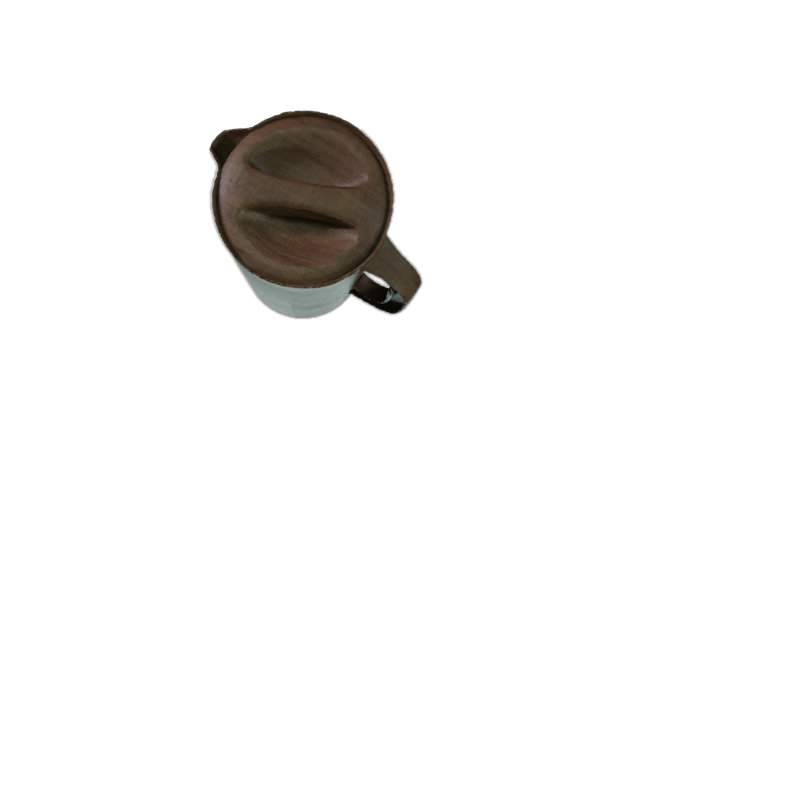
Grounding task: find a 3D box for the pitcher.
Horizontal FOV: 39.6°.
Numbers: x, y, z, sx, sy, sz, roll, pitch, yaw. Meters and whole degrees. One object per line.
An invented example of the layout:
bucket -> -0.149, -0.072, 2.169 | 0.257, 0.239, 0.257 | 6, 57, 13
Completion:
pitcher -> -0.071, -0.130, 0.911 | 0.144, 0.153, 0.238 | -9, -6, -4
